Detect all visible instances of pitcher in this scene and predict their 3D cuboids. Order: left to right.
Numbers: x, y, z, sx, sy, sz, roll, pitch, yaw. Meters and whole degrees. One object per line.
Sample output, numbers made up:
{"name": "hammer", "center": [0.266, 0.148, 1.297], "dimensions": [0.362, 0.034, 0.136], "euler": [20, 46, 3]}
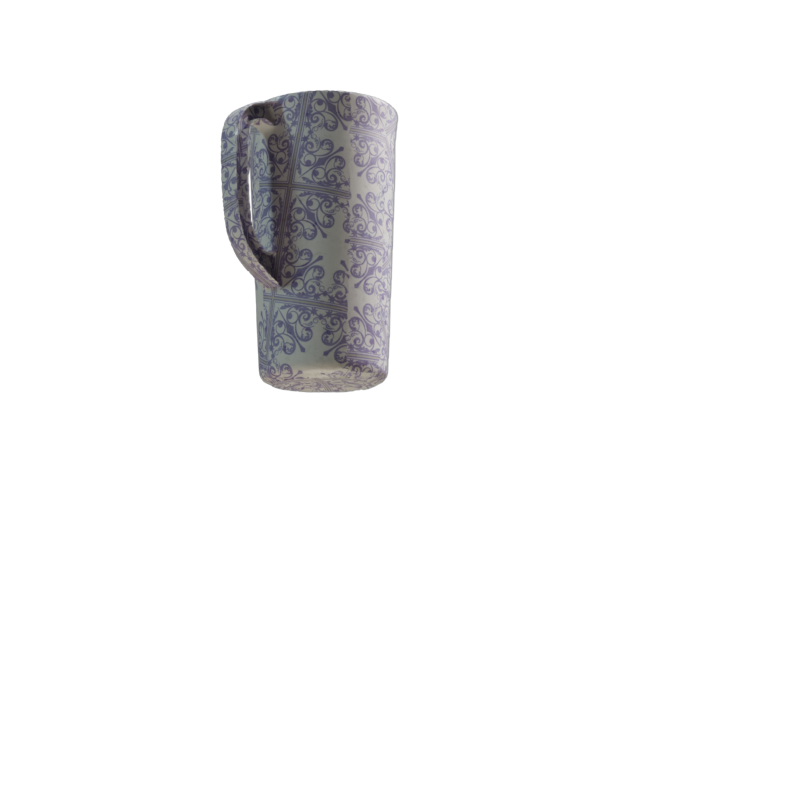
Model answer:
{"name": "pitcher", "center": [-0.074, -0.134, 0.942], "dimensions": [0.149, 0.252, 0.140], "euler": [-1, -13, -1]}
